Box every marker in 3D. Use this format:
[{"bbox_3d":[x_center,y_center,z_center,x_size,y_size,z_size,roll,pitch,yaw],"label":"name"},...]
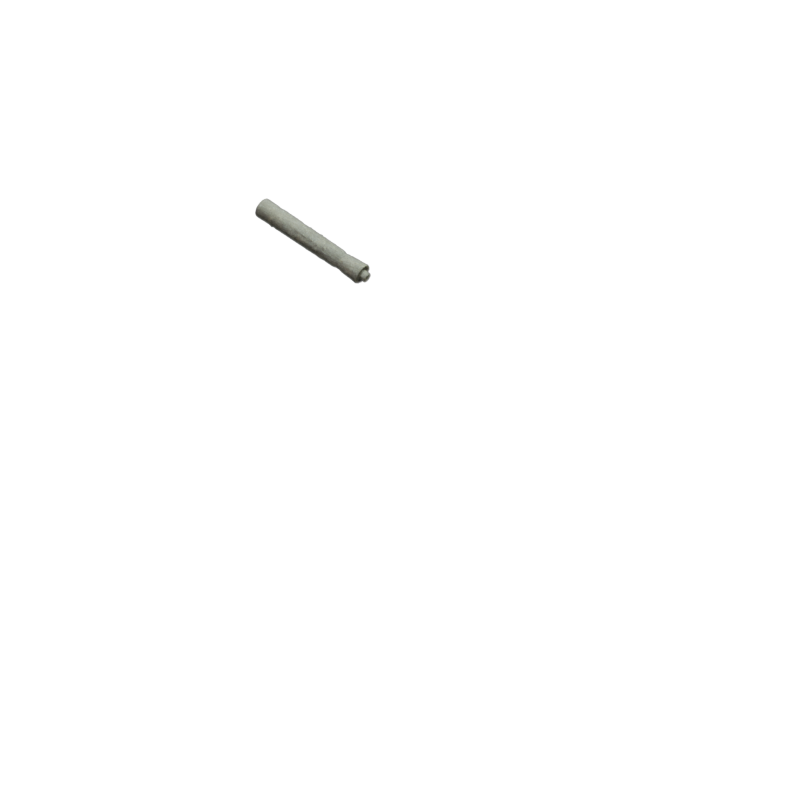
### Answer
[{"bbox_3d":[-0.075,-0.137,0.956,0.128,0.019,0.019,36,18,23],"label":"marker"}]
